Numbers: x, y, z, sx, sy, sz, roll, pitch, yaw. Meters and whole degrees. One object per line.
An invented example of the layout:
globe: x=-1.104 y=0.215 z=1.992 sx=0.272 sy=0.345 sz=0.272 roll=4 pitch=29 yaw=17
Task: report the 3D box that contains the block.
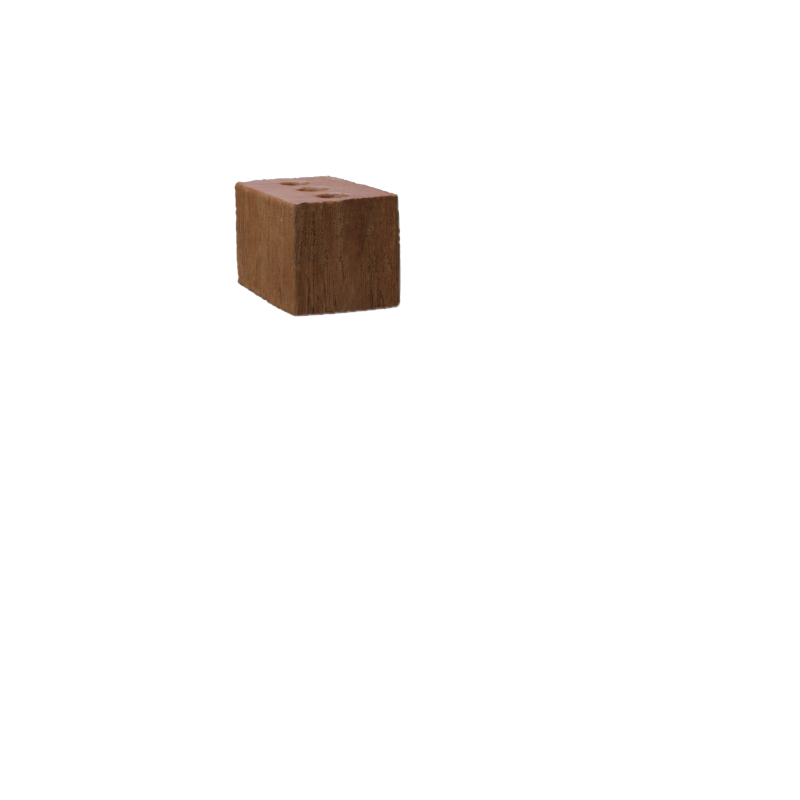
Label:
block: x=-0.040 y=-0.074 z=0.515 sx=0.051 sy=0.050 sz=0.082 roll=-7 pitch=18 yaw=-26
